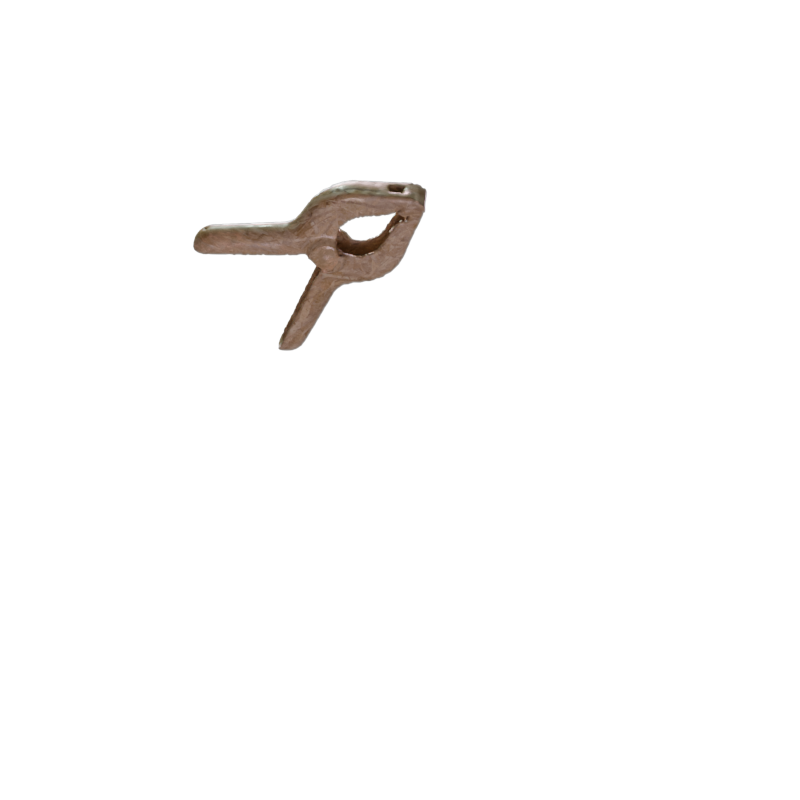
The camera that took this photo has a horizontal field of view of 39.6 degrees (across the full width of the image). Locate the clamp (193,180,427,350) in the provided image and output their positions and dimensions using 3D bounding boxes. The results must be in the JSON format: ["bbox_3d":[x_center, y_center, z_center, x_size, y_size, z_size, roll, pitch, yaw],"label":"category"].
[{"bbox_3d":[-0.063,-0.115,0.803,0.170,0.042,0.113,-36,-60,24],"label":"clamp"}]
